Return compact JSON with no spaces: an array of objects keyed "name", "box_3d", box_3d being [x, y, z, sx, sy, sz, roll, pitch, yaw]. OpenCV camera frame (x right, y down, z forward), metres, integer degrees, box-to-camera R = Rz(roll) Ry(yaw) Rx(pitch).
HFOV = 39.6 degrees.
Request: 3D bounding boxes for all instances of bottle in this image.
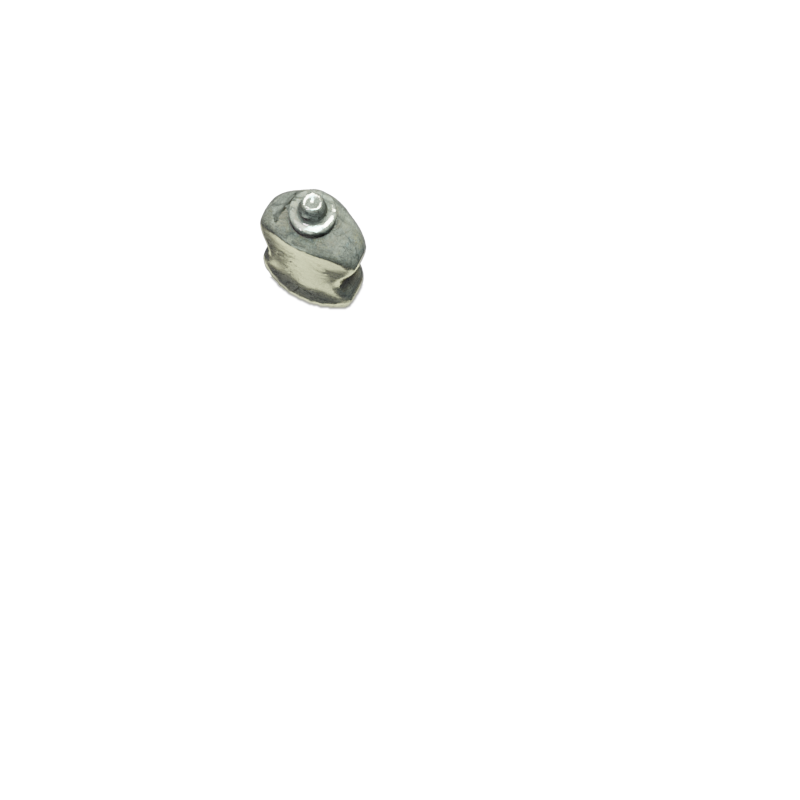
[{"name":"bottle","box_3d":[-0.078,-0.142,0.994,0.098,0.060,0.184,30,-14,4]}]
